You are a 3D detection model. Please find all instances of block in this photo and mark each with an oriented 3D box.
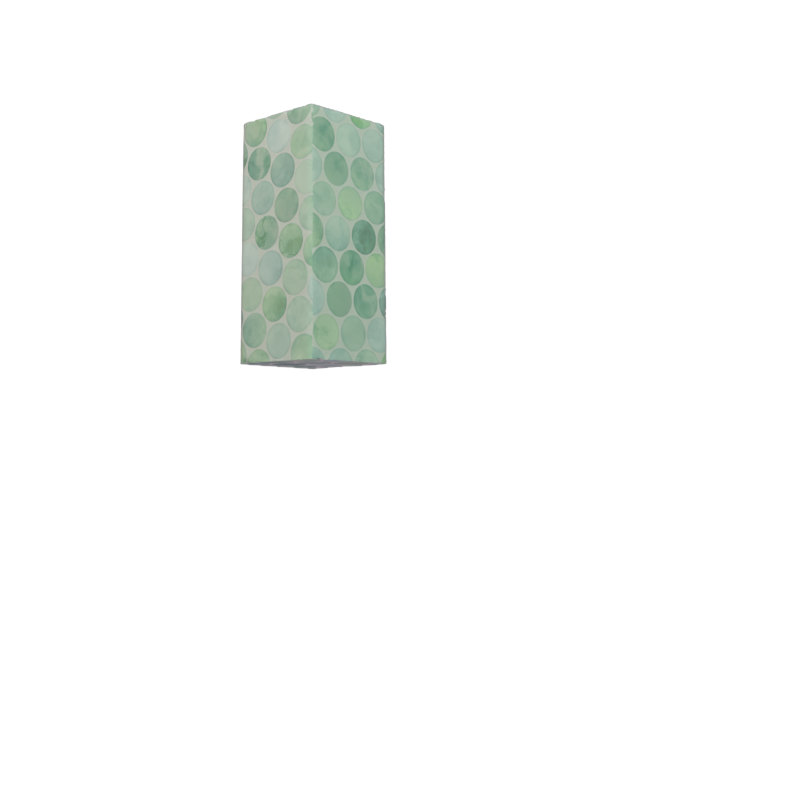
[{"bbox_3d":[-0.074,-0.133,0.936,0.093,0.211,0.086,-9,-12,42],"label":"block"}]
